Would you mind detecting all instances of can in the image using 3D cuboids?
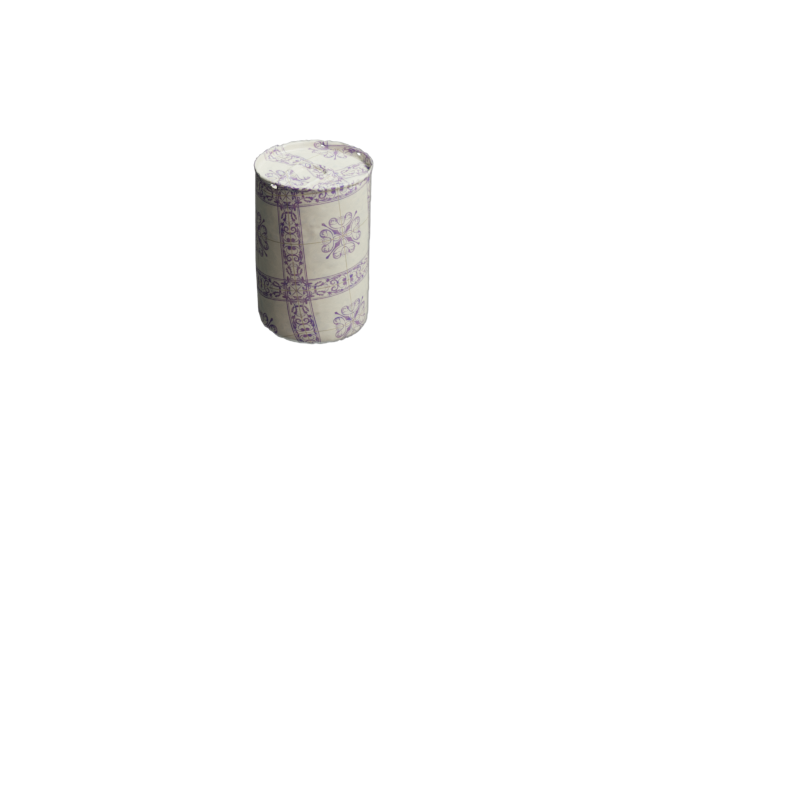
[{"bbox_3d":[-0.051,-0.093,0.651,0.068,0.096,0.073,0,31,-3],"label":"can"}]
